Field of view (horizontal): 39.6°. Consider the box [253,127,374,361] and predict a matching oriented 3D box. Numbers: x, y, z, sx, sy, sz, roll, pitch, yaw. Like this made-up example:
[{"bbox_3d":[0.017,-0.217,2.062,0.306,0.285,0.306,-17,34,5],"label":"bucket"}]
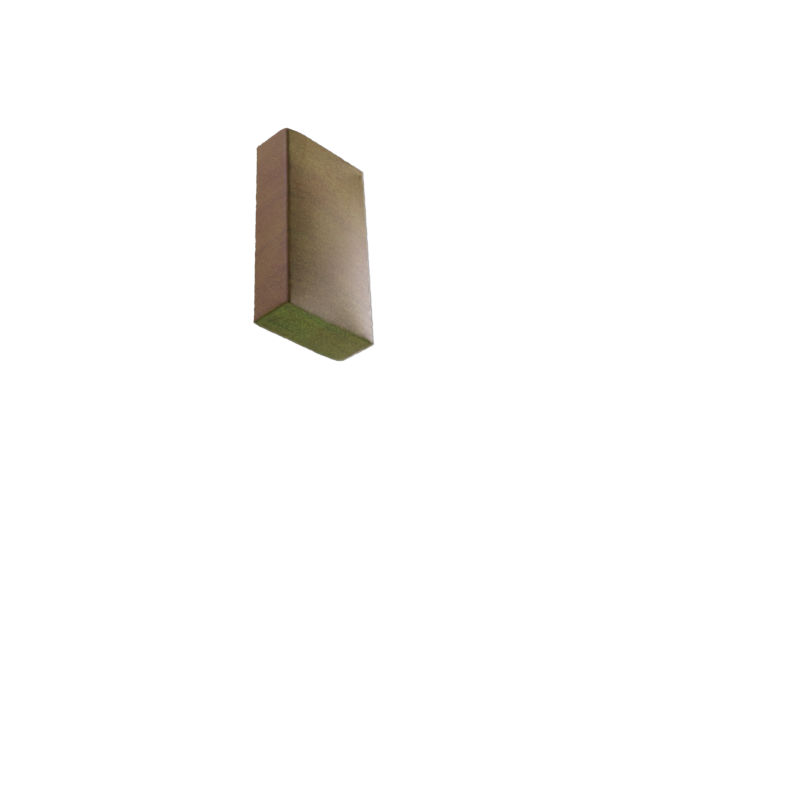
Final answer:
[{"bbox_3d":[-0.069,-0.126,0.883,0.087,0.188,0.048,26,-42,-37],"label":"box"}]
